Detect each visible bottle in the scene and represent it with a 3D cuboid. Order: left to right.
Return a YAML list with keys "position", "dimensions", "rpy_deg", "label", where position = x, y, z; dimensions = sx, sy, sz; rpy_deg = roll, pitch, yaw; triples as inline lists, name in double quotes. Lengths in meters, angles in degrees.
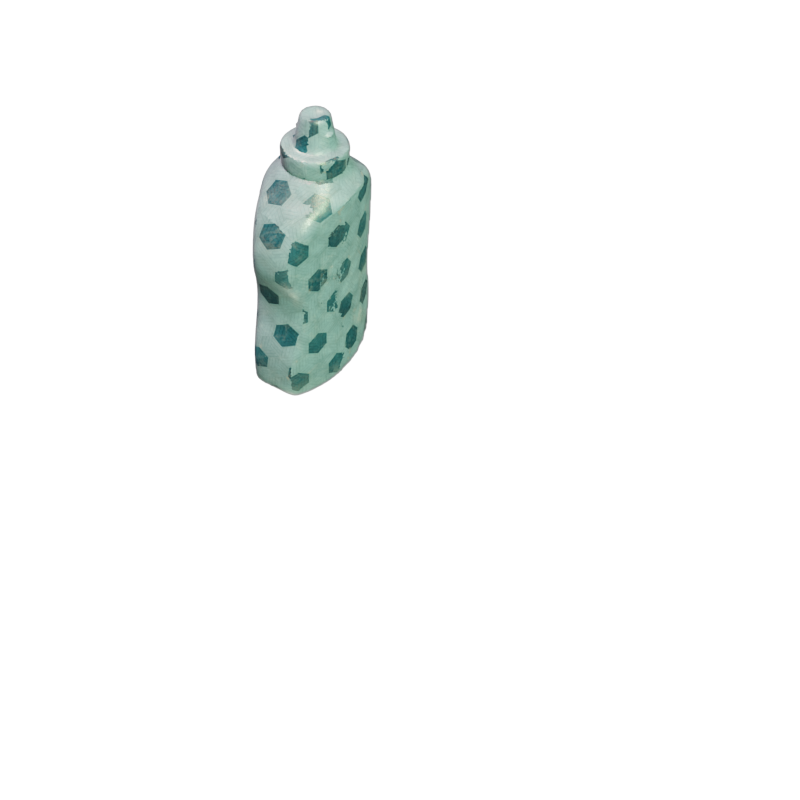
- position: [-0.054, -0.099, 0.691]
  dimensions: [0.061, 0.179, 0.098]
  rpy_deg: [25, 48, 21]
  label: "bottle"
